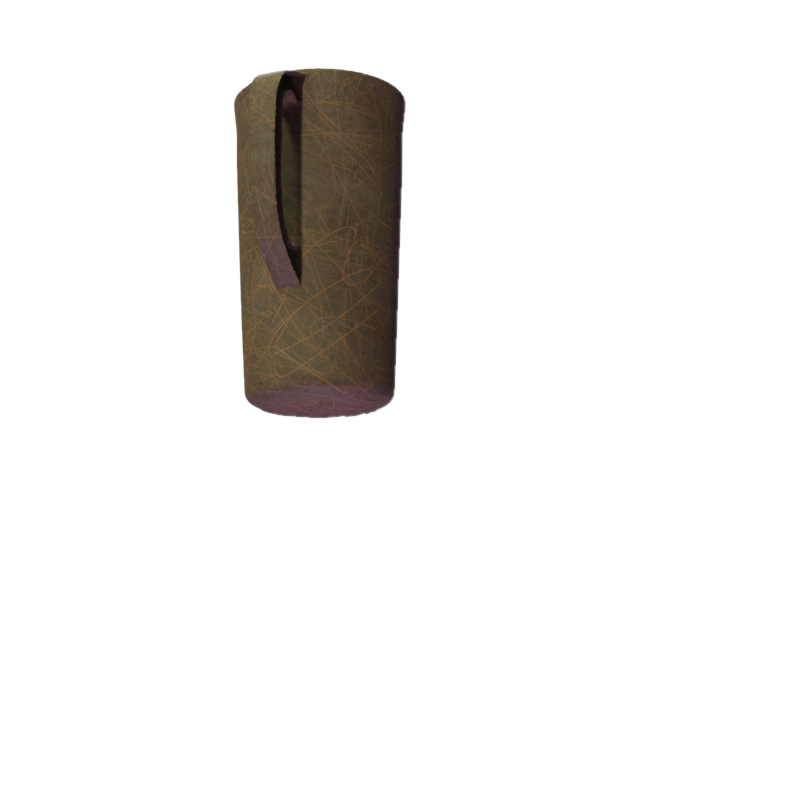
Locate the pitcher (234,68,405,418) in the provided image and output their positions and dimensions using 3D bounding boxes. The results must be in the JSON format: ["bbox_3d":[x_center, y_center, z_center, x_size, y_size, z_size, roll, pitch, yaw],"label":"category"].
[{"bbox_3d":[-0.064,-0.117,0.819,0.144,0.253,0.144,7,-18,-25],"label":"pitcher"}]
